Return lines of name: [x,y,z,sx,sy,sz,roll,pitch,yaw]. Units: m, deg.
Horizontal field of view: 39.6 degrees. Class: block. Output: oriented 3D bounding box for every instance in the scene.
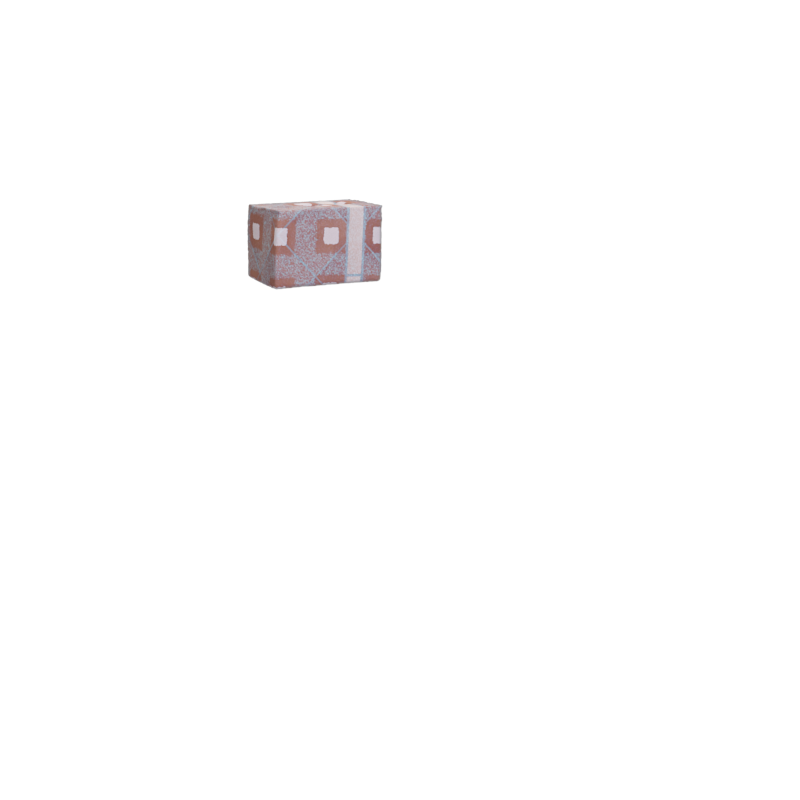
block: [-0.058,-0.106,0.741,0.076,0.050,0.055,-7,14,-27]
